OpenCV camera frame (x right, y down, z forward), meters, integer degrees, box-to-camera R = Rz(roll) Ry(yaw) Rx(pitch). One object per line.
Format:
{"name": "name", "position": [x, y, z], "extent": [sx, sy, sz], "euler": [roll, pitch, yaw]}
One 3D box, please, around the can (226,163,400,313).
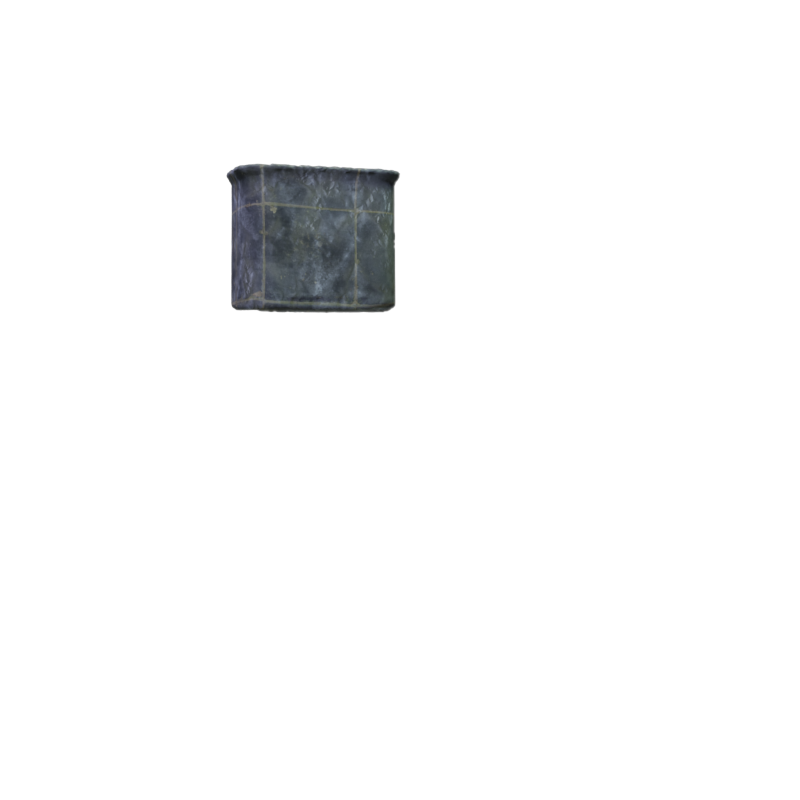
{"name": "can", "position": [-0.052, -0.095, 0.665], "extent": [0.099, 0.085, 0.058], "euler": [0, -2, -19]}
